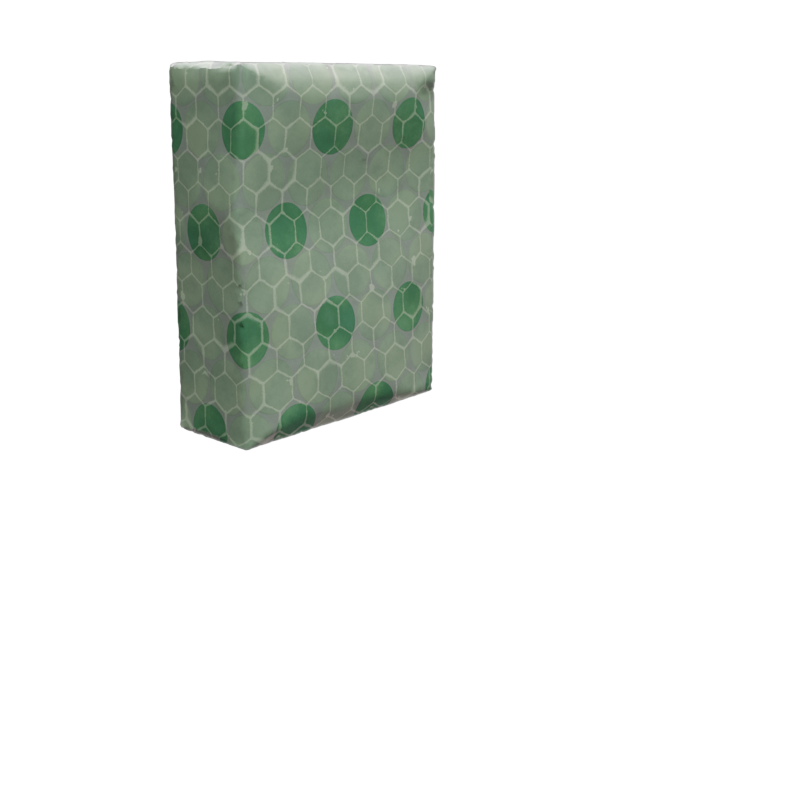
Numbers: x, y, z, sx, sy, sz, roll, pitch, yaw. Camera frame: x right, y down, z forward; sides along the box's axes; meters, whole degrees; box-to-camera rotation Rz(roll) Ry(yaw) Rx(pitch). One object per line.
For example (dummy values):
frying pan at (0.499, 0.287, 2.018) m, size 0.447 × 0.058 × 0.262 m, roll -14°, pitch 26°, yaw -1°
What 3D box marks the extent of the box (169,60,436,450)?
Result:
box at (-0.052, -0.095, 0.668) m, size 0.075 × 0.209 × 0.160 m, roll 10°, pitch 15°, yaw 43°
